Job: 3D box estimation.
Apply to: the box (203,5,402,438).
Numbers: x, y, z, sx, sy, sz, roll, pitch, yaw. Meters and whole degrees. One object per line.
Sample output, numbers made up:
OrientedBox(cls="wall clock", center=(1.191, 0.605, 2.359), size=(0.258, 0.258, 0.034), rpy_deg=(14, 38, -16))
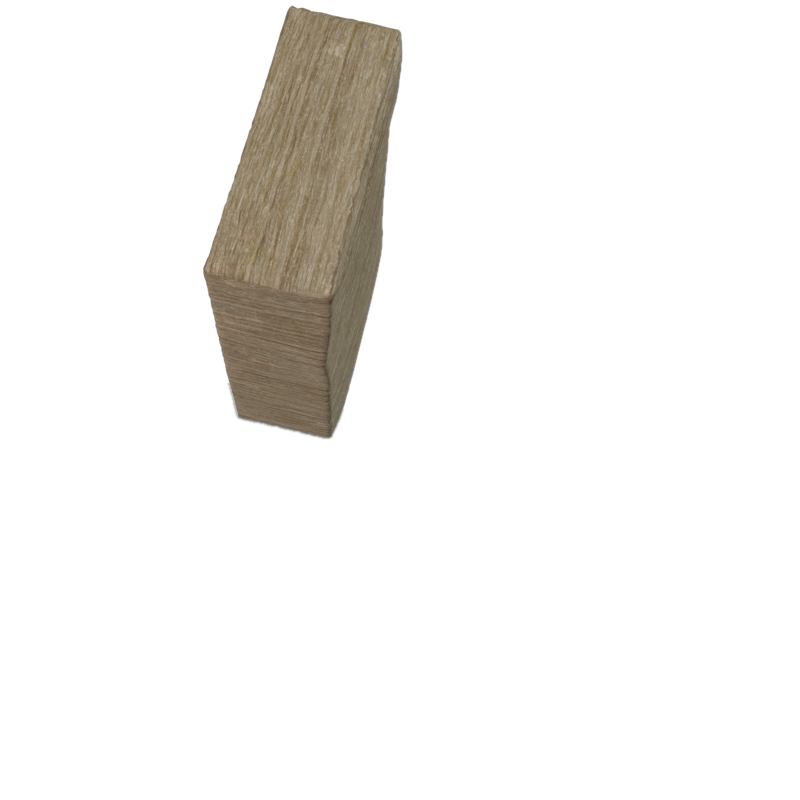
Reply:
OrientedBox(cls="box", center=(-0.050, -0.091, 0.639), size=(0.072, 0.172, 0.203), rpy_deg=(12, -23, 1))
